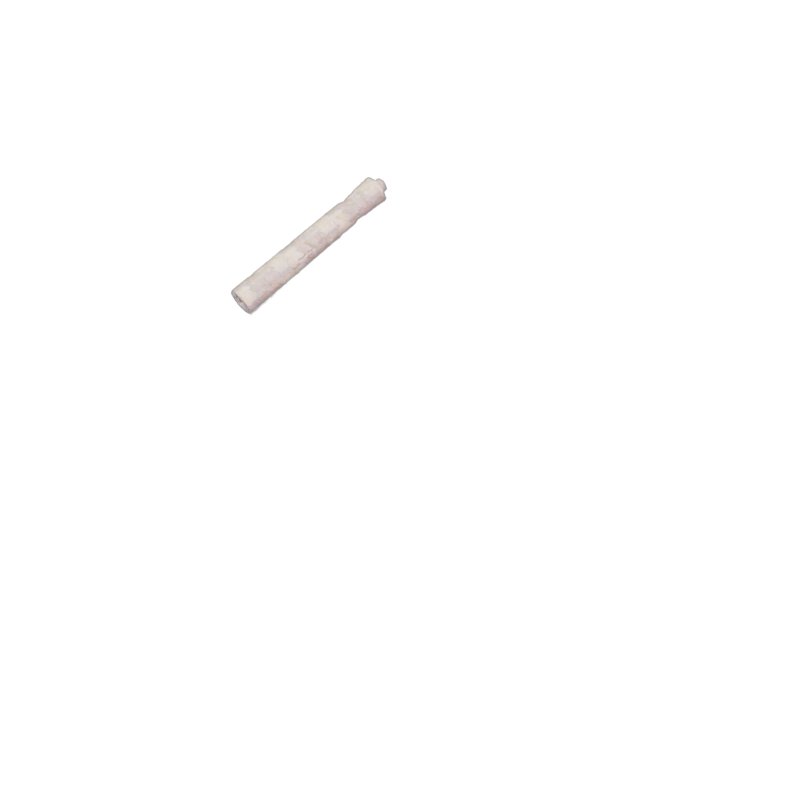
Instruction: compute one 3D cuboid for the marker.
[{"bbox_3d":[-0.054,-0.099,0.690,0.122,0.019,0.020,-43,19,-17],"label":"marker"}]
